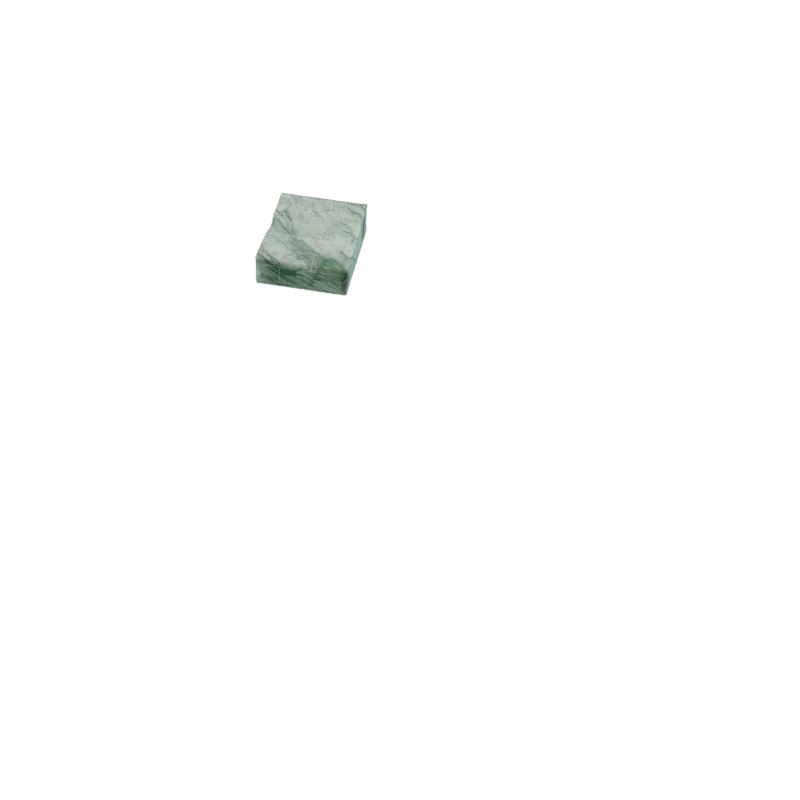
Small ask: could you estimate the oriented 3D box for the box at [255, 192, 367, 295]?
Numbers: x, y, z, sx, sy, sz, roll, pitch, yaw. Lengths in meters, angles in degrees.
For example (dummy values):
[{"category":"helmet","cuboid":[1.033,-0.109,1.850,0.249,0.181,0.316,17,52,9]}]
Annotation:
[{"category":"box","cuboid":[-0.069,-0.126,0.883,0.074,0.028,0.094,8,45,8]}]
